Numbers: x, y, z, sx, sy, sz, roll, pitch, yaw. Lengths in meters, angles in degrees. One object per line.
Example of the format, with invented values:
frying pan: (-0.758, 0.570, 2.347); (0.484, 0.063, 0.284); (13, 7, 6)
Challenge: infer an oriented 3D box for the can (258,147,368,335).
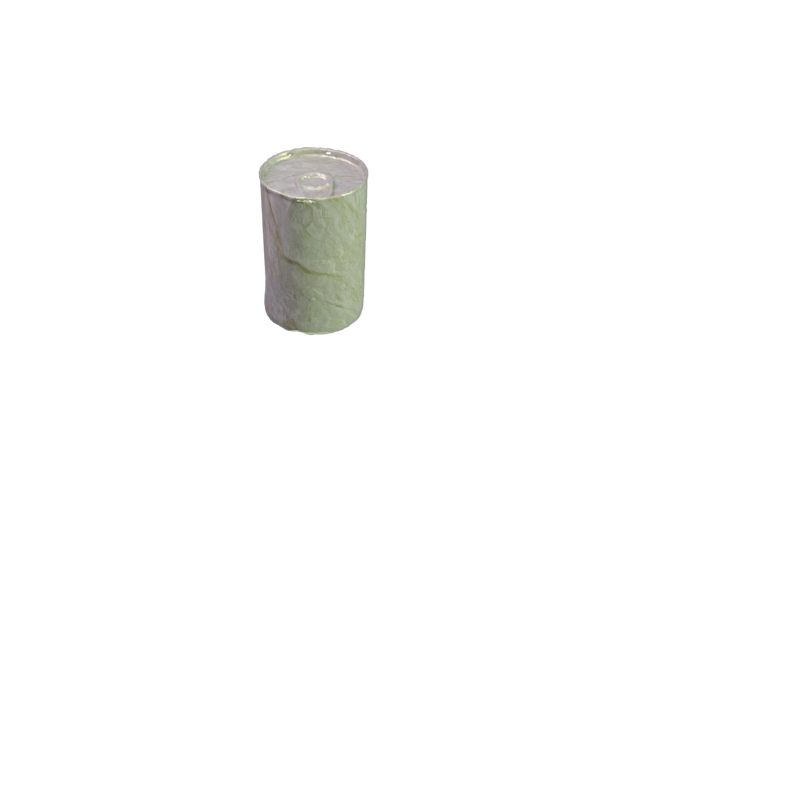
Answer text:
can: (-0.056, -0.101, 0.710); (0.068, 0.096, 0.073); (0, 34, -3)
